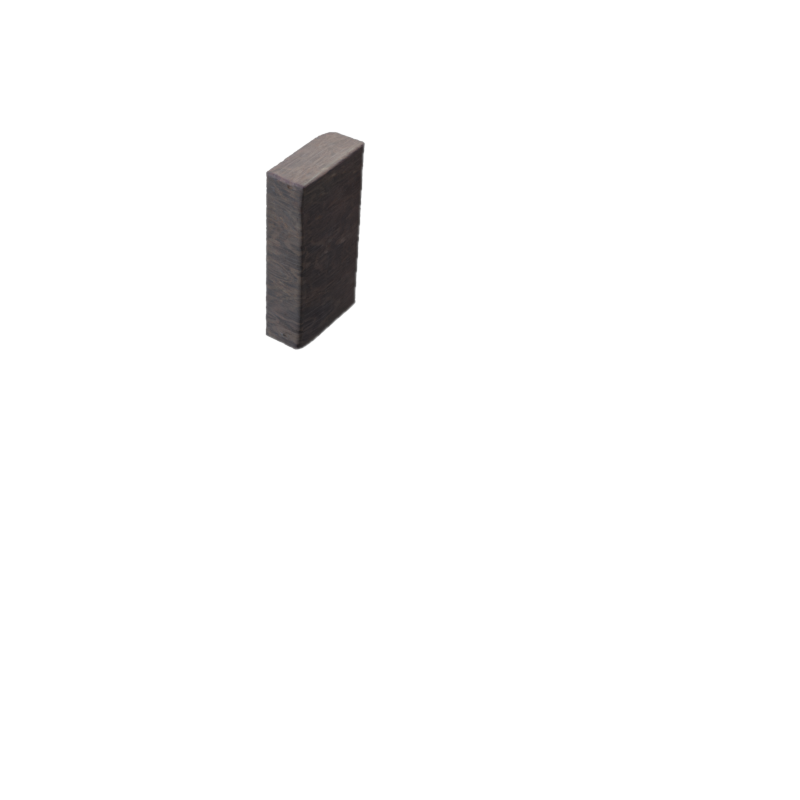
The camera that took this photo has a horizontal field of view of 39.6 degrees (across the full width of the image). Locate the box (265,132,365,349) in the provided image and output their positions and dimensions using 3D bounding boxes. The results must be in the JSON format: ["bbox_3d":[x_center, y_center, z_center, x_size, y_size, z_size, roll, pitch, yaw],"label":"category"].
[{"bbox_3d":[-0.076,-0.139,0.971,0.050,0.165,0.095,22,41,24],"label":"box"}]
